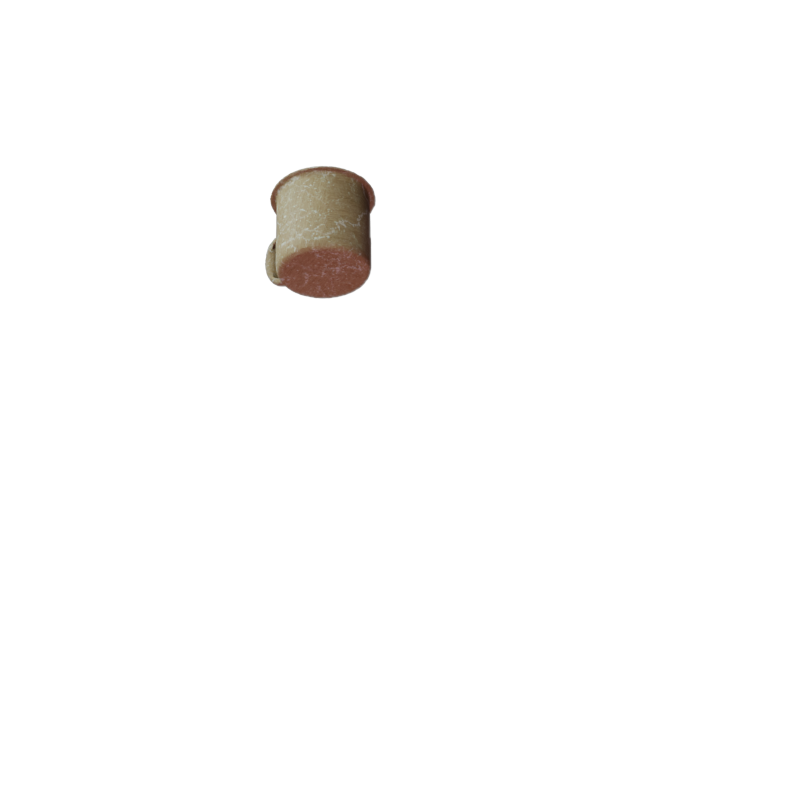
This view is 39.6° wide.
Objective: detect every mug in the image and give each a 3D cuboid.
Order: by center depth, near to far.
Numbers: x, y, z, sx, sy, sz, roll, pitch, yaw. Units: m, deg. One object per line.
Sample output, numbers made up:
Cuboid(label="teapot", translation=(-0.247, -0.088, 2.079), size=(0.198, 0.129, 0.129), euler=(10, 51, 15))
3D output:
Cuboid(label="mug", translation=(-0.075, -0.138, 0.964), size=(0.117, 0.087, 0.087), euler=(-26, -39, 34))
